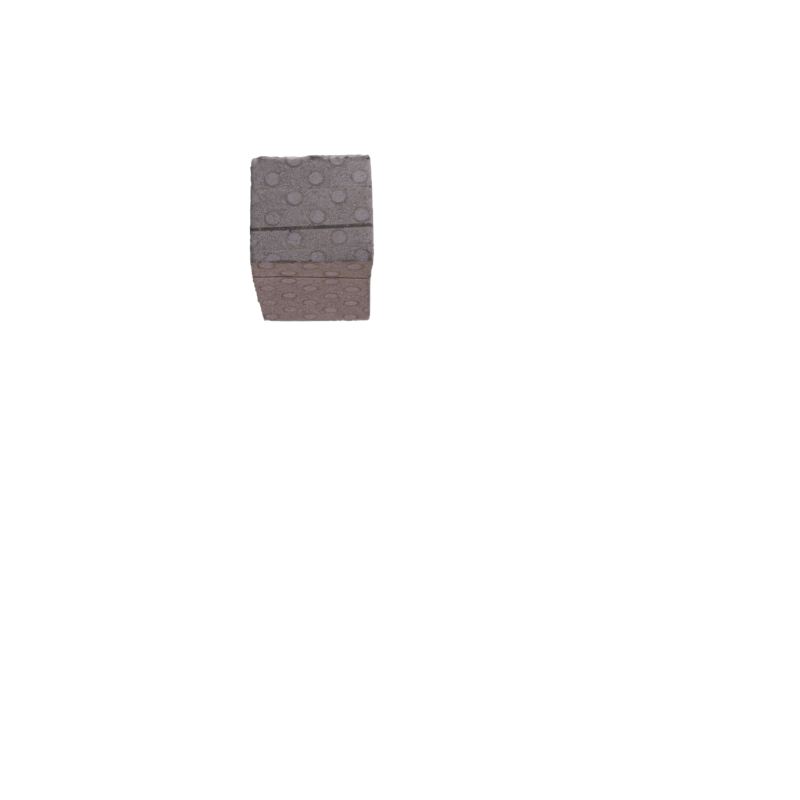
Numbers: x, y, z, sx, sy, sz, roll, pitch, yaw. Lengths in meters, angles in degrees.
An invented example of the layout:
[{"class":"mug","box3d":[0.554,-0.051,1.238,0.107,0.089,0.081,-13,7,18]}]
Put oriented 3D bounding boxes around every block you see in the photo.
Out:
[{"class":"block","box3d":[-0.039,-0.071,0.500,0.053,0.054,0.075,0,-17,-2]}]
